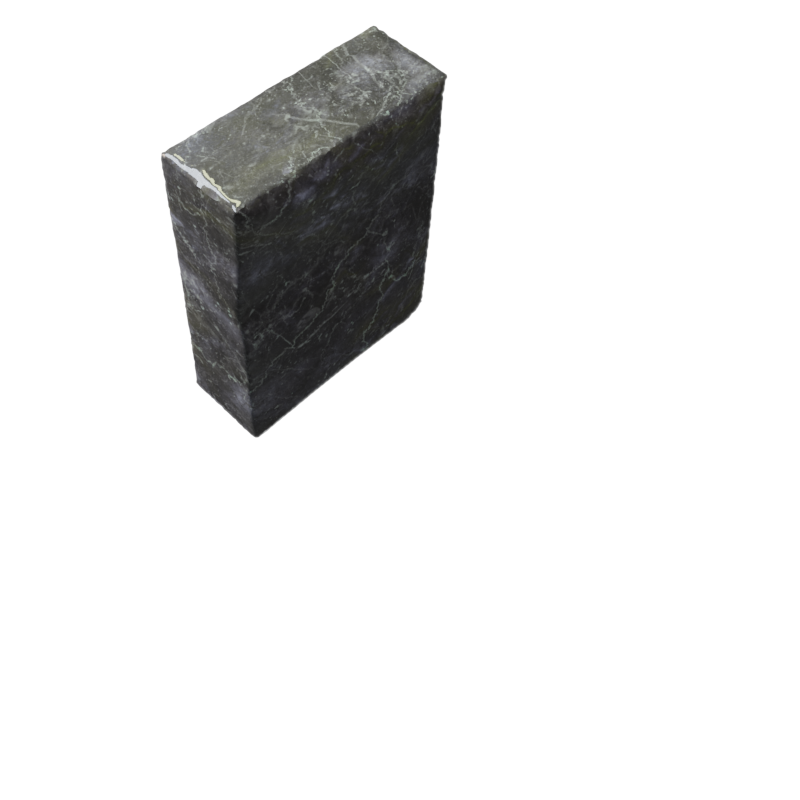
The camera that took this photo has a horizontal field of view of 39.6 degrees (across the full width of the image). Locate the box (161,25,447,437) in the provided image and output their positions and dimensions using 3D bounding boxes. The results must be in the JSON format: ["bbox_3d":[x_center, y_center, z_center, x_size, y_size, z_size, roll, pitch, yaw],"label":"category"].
[{"bbox_3d":[-0.054,-0.098,0.686,0.076,0.199,0.166,38,60,22],"label":"box"}]
